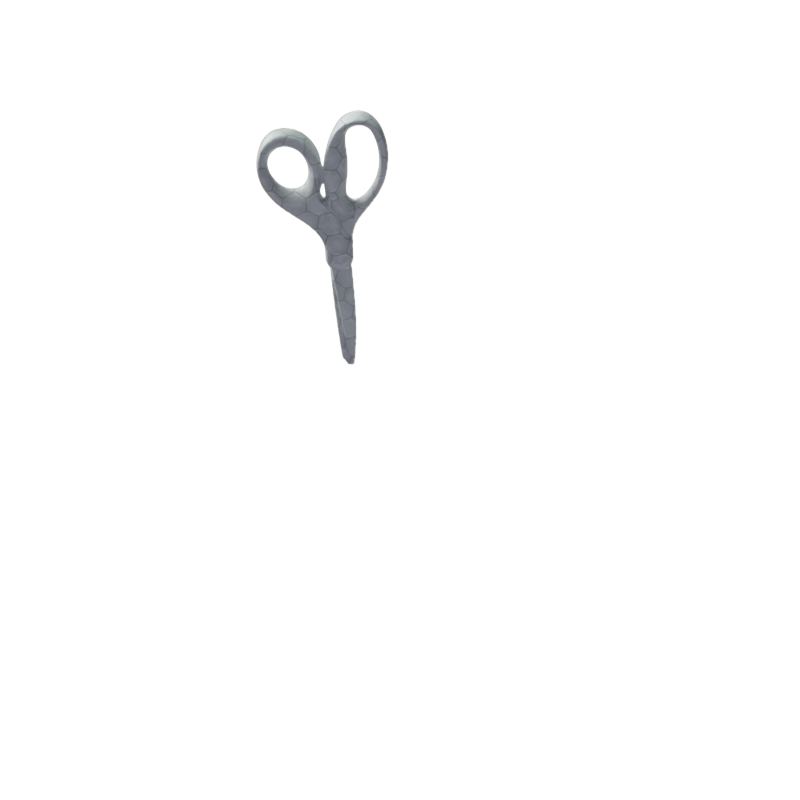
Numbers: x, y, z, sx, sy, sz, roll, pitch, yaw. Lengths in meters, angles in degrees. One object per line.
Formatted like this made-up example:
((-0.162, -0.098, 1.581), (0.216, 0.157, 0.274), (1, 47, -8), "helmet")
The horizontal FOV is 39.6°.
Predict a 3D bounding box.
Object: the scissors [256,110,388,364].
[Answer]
((-0.060, -0.110, 0.768), (0.095, 0.191, 0.017), (10, 33, -7), "scissors")
